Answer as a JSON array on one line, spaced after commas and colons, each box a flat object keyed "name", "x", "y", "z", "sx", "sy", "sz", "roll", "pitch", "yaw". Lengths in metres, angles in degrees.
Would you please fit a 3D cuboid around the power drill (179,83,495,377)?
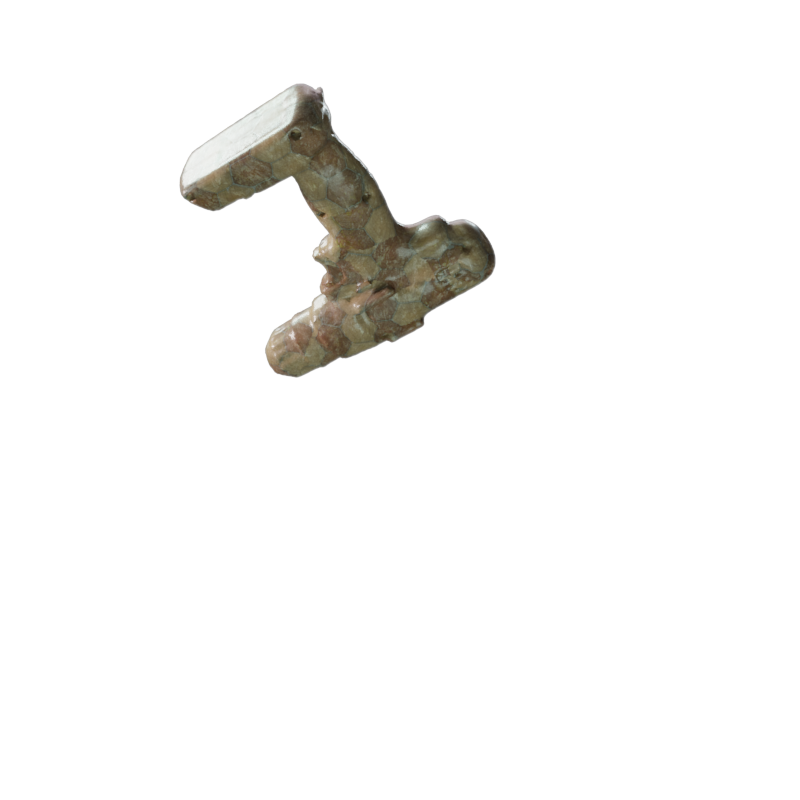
[{"name": "power drill", "x": -0.058, "y": -0.105, "z": 0.737, "sx": 0.184, "sy": 0.061, "sz": 0.175, "roll": -30, "pitch": -55, "yaw": 23}]
